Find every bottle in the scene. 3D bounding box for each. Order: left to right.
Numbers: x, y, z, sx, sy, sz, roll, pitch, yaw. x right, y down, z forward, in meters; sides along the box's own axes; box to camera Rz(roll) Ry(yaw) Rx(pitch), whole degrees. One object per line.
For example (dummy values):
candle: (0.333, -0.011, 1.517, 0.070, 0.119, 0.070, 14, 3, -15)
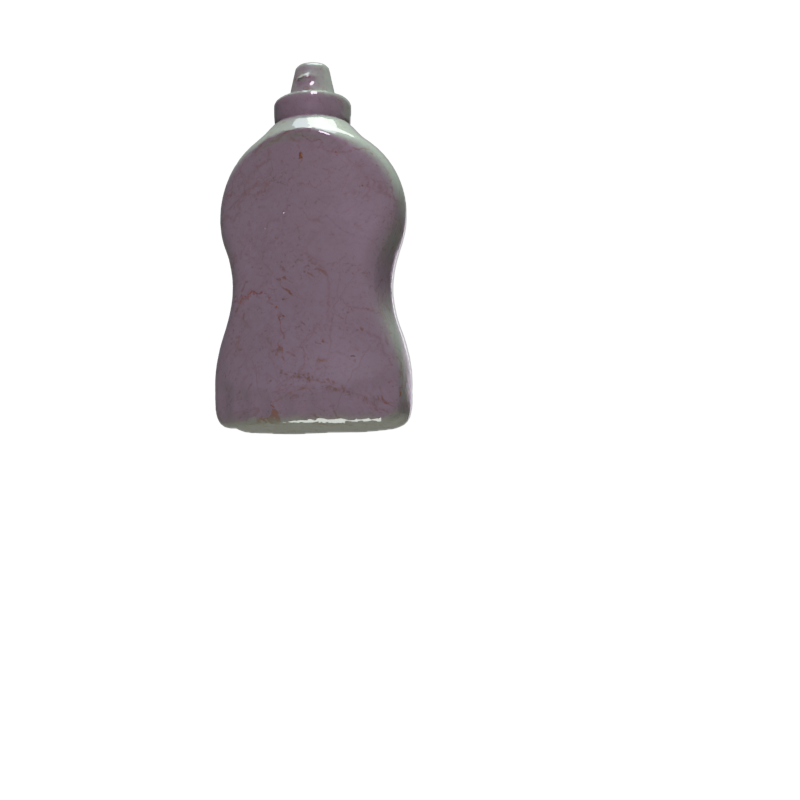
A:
bottle: (-0.045, -0.081, 0.569, 0.098, 0.198, 0.055, -5, -14, 17)
